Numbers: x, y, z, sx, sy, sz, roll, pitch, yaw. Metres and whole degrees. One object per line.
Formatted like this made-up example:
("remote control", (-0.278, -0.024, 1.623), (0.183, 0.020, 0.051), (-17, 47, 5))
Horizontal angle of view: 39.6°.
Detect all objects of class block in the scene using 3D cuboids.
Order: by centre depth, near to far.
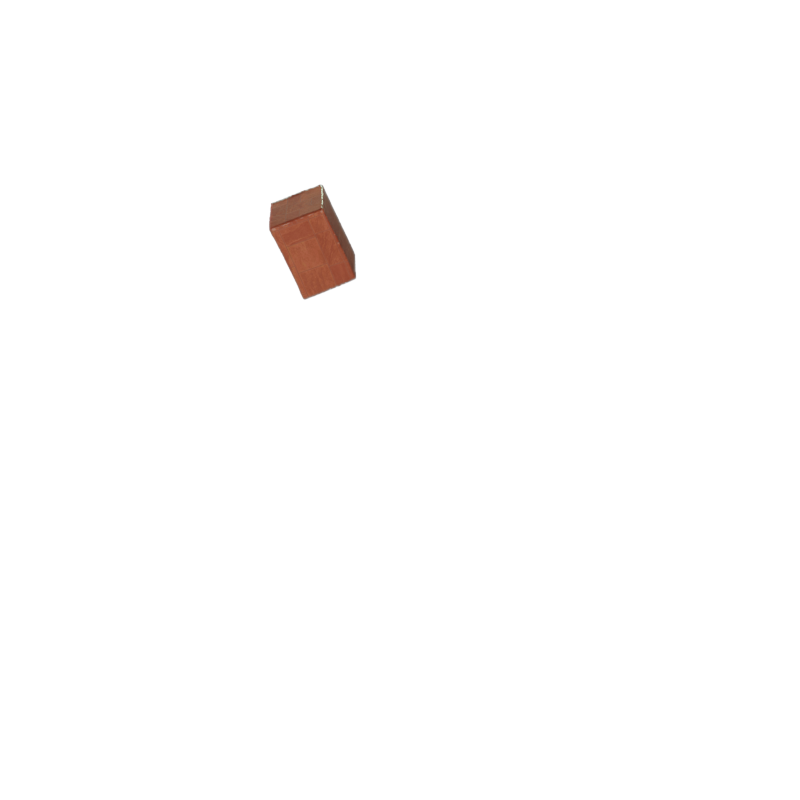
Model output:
("block", (-0.077, -0.140, 0.983), (0.053, 0.073, 0.054), (-20, 28, 9))
